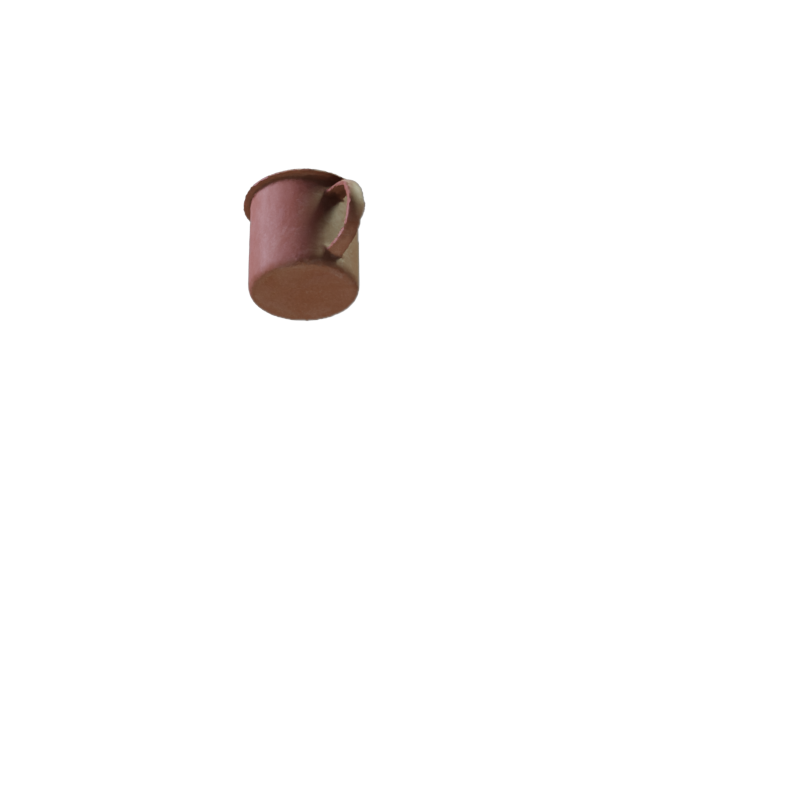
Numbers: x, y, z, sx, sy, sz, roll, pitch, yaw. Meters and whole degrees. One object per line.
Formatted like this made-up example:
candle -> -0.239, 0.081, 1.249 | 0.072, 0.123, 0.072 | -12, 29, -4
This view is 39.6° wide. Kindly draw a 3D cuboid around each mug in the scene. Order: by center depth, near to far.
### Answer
mug -> -0.064, -0.117, 0.817 | 0.088, 0.087, 0.116 | 21, -37, -33
